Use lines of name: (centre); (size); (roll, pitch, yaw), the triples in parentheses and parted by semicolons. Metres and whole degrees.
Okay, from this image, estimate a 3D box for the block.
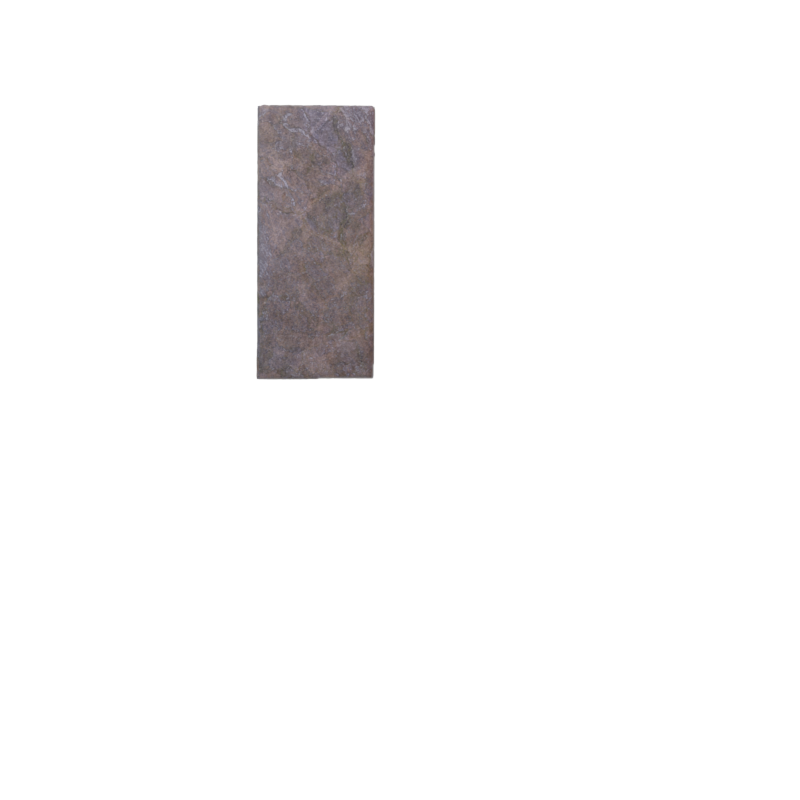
block: (-0.068, -0.125, 0.873); (0.090, 0.206, 0.091); (0, 1, -5)
